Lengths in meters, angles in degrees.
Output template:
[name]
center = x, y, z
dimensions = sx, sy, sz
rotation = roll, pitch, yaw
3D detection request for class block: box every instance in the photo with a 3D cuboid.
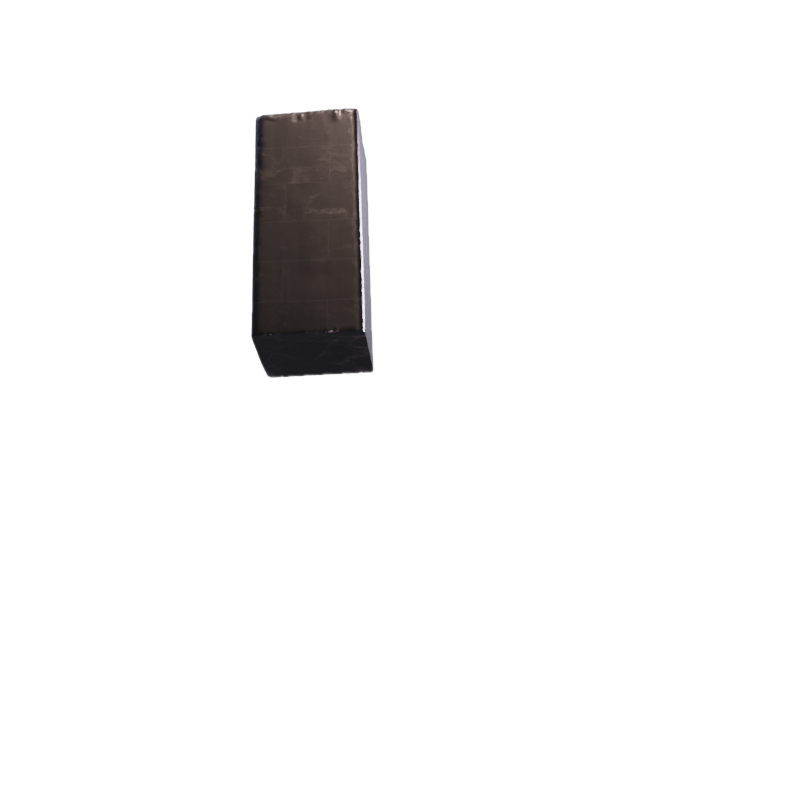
[block]
center = -0.073, -0.133, 0.933
dimensions = 0.091, 0.219, 0.084
rotation = -4, -26, 4
